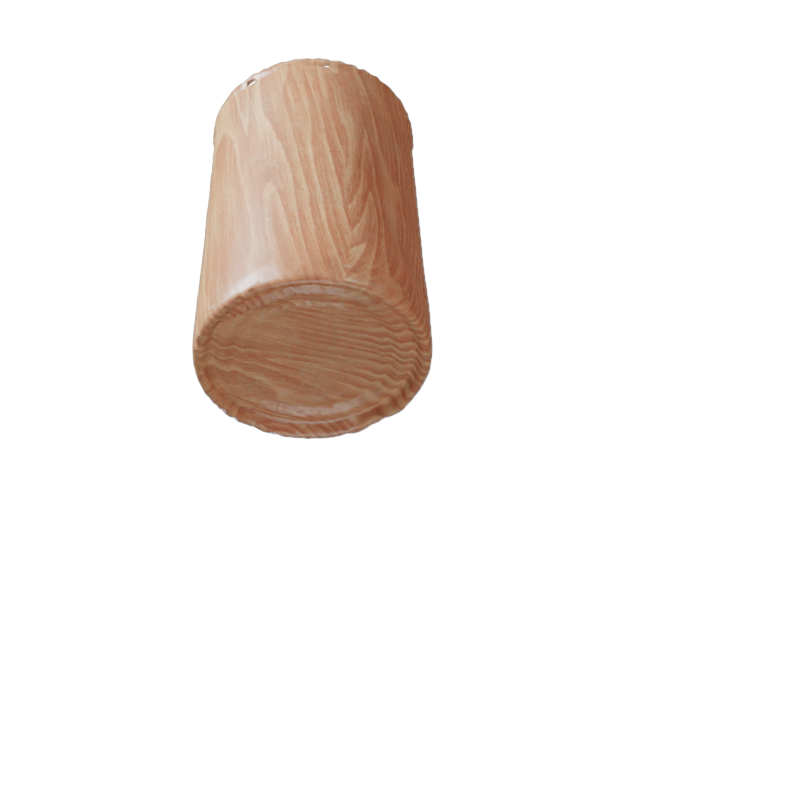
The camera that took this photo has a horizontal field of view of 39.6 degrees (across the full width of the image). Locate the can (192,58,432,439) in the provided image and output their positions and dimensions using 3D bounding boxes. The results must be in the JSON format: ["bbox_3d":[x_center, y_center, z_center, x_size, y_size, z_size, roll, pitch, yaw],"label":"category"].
[{"bbox_3d":[-0.027,-0.048,0.339,0.068,0.110,0.064,-1,-44,-3],"label":"can"}]
